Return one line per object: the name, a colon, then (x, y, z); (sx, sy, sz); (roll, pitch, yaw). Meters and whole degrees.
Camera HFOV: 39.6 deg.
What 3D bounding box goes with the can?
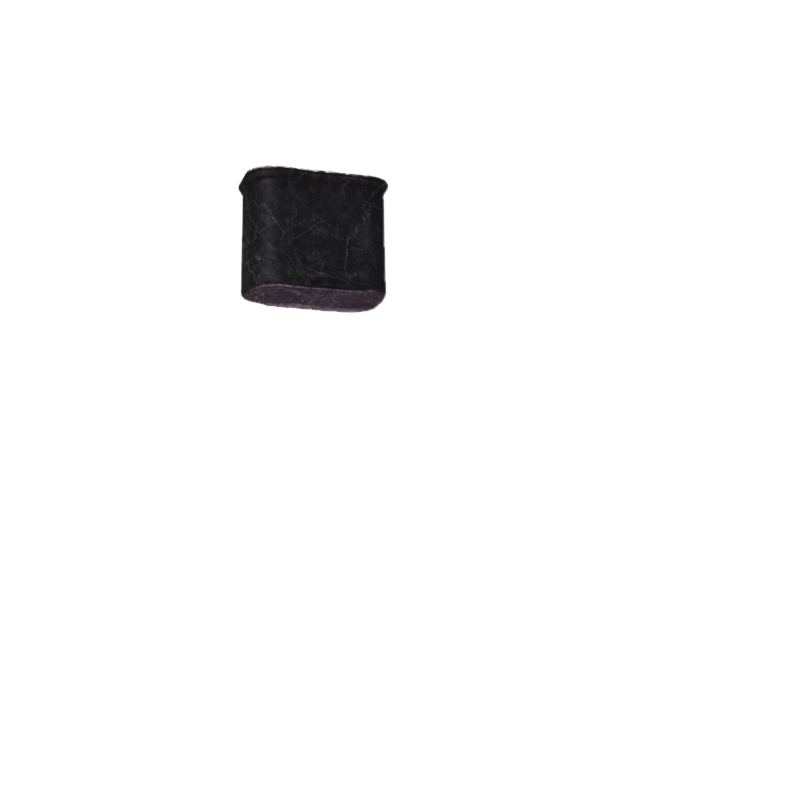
can: (-0.060, -0.109, 0.761); (0.099, 0.087, 0.056); (4, -17, -17)
